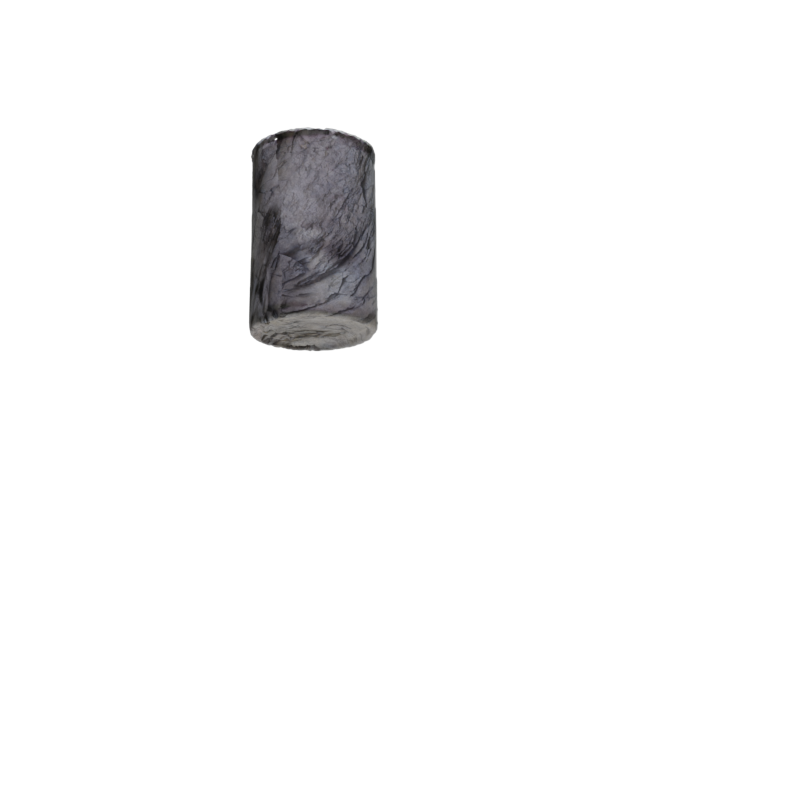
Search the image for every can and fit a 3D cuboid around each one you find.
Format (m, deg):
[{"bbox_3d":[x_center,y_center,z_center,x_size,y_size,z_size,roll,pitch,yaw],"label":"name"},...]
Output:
[{"bbox_3d":[-0.046,-0.084,0.588,0.068,0.107,0.066,0,-19,-2],"label":"can"}]
